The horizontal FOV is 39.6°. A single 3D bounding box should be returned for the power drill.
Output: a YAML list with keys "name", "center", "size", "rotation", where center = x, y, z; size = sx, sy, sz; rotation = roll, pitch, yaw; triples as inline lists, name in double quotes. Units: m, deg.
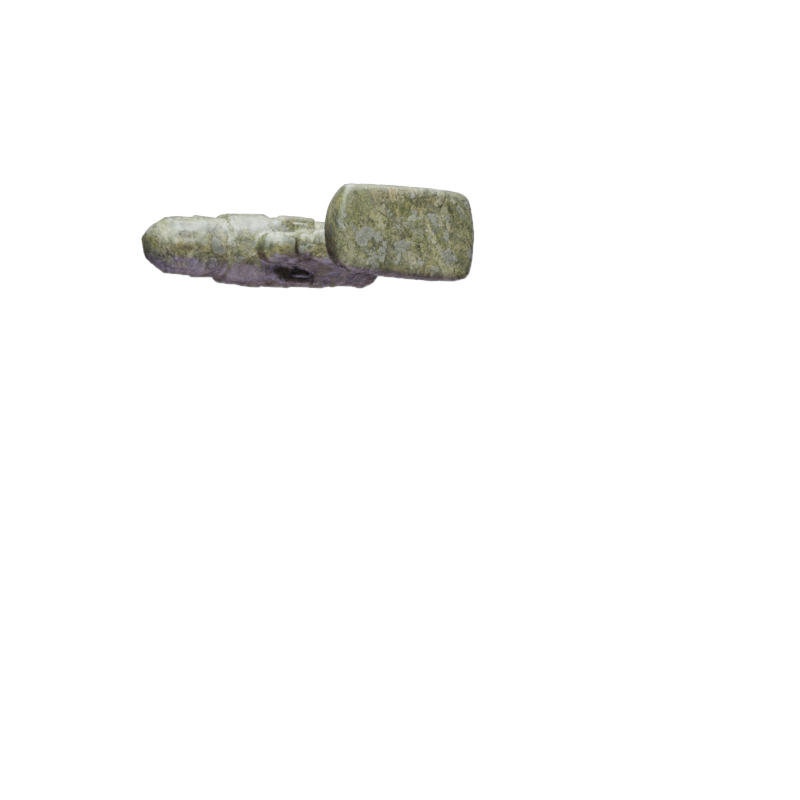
- name: "power drill"
  center: [-0.058, -0.105, 0.735]
  size: [0.178, 0.057, 0.194]
  rotation: [-2, 4, -32]
